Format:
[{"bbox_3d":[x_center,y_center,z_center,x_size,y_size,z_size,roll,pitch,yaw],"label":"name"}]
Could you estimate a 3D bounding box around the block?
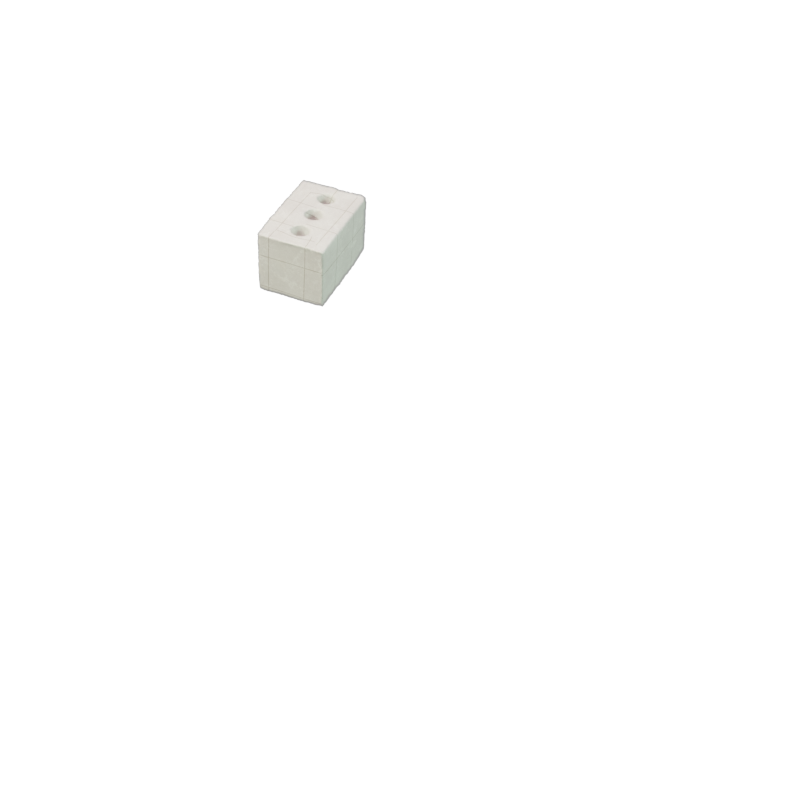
[{"bbox_3d":[-0.063,-0.115,0.808,0.054,0.048,0.081,16,43,16],"label":"block"}]
